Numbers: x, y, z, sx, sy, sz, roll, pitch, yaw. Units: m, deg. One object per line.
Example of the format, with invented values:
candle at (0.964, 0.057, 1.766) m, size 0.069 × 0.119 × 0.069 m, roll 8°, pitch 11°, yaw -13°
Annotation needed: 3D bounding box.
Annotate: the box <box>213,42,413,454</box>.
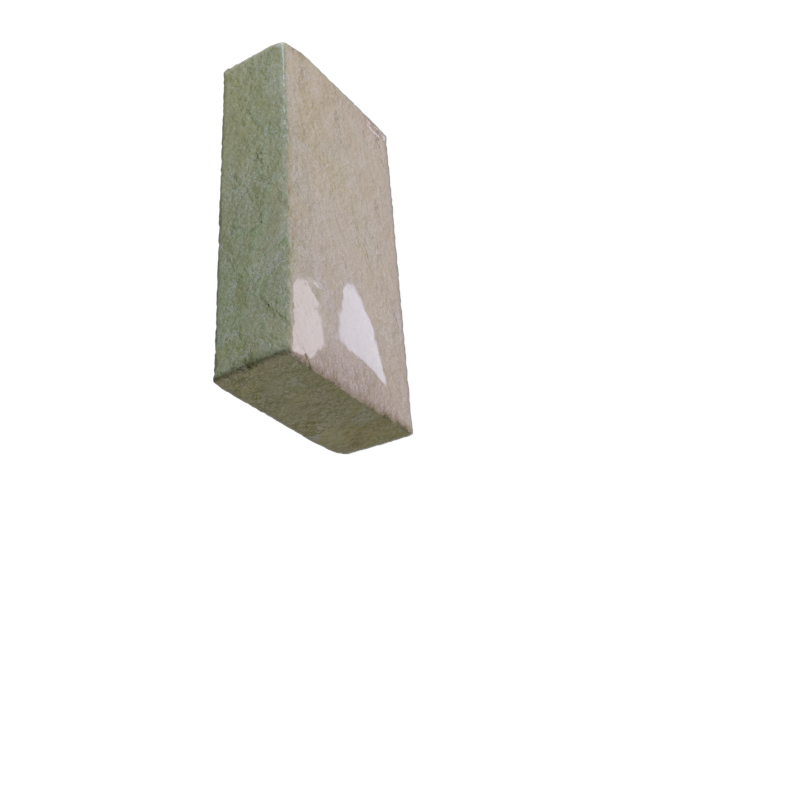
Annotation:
box at (-0.040, -0.073, 0.511) m, size 0.048 × 0.188 × 0.087 m, roll -22°, pitch -37°, yaw 28°
